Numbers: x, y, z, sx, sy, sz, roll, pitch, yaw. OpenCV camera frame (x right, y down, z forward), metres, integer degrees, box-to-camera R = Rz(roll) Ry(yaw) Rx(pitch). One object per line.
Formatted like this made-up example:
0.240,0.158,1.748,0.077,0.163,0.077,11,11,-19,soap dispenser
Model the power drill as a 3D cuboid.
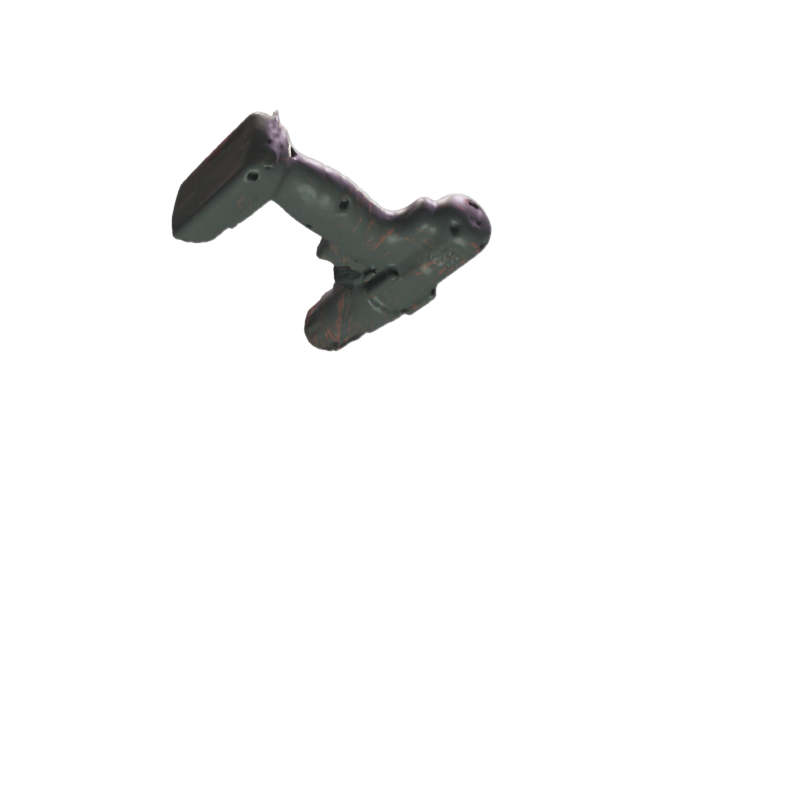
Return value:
-0.060,-0.110,0.768,0.178,0.061,0.182,24,-42,-30,power drill
